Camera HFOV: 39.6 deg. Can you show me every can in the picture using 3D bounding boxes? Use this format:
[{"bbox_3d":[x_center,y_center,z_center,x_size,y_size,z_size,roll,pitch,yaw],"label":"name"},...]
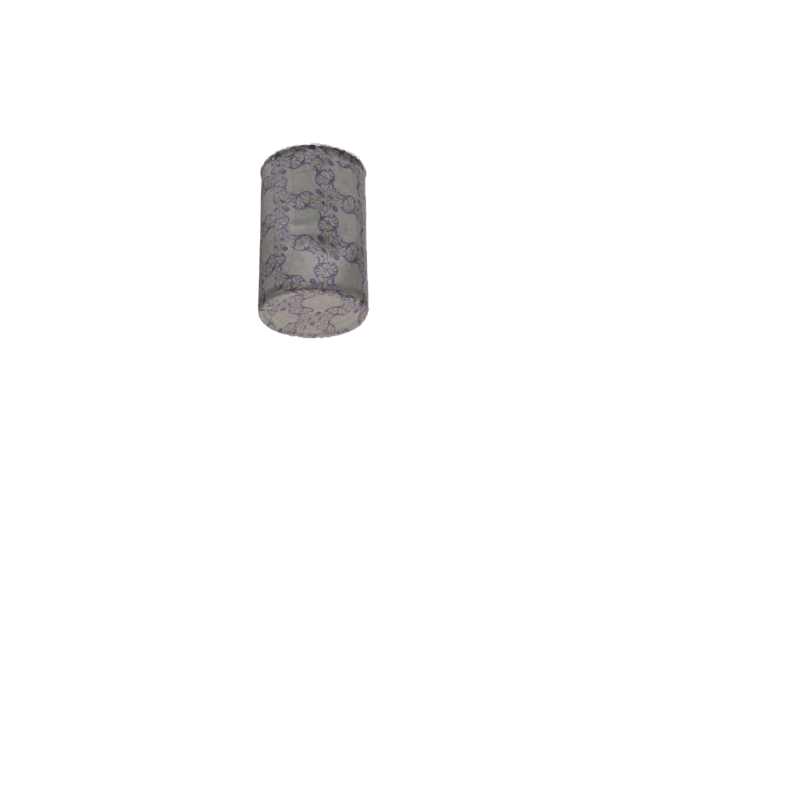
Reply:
[{"bbox_3d":[-0.054,-0.098,0.686,0.068,0.108,0.065,0,-26,-2],"label":"can"}]
